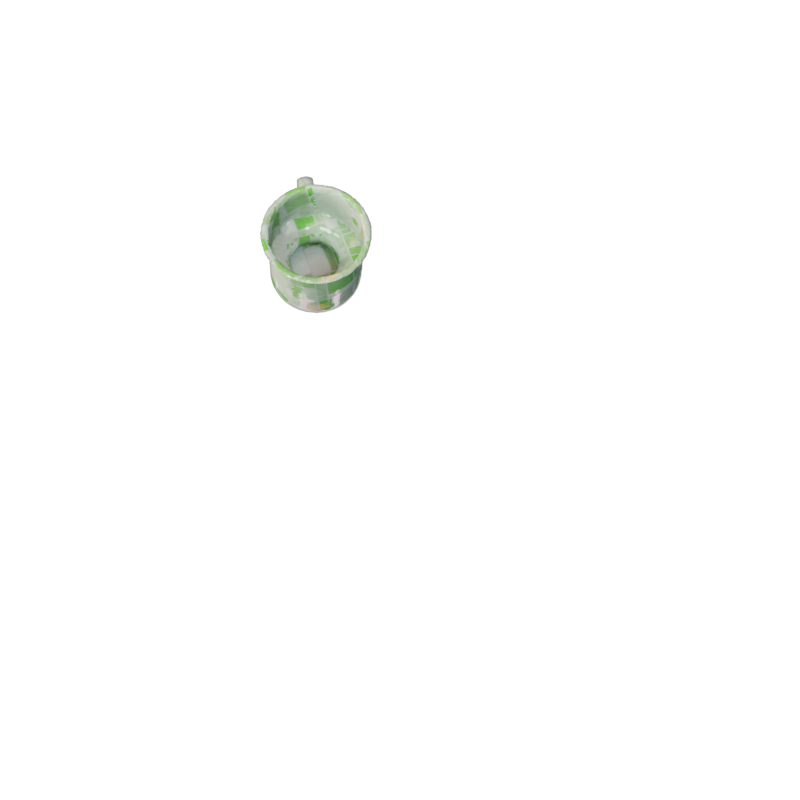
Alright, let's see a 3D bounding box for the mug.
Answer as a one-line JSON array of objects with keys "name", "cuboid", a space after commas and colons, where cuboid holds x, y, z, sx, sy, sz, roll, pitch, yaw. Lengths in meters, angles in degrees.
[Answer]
[{"name": "mug", "cuboid": [-0.076, -0.138, 0.964, 0.093, 0.124, 0.077, -11, -23, -7]}]
